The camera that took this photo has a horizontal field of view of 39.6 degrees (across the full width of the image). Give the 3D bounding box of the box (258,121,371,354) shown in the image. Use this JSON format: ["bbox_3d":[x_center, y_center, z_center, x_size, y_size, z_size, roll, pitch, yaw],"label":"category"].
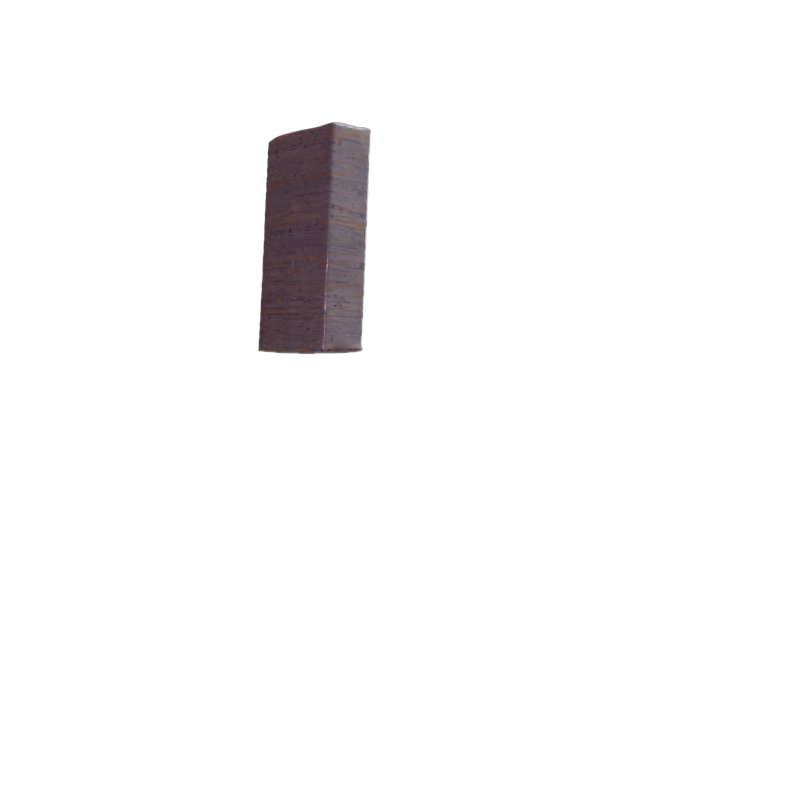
[{"bbox_3d":[-0.069,-0.125,0.877,0.046,0.179,0.096,4,-6,-39],"label":"box"}]
